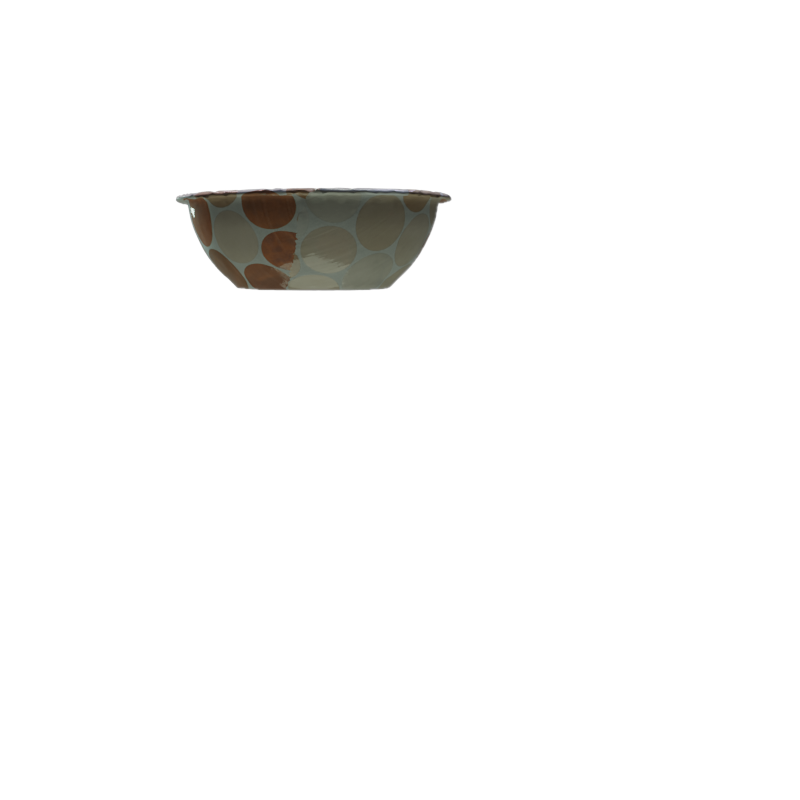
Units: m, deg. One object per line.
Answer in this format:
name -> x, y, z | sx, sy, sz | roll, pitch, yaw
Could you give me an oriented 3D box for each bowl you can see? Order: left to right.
bowl -> -0.051, -0.093, 0.654 | 0.162, 0.055, 0.164 | 0, 7, -2
